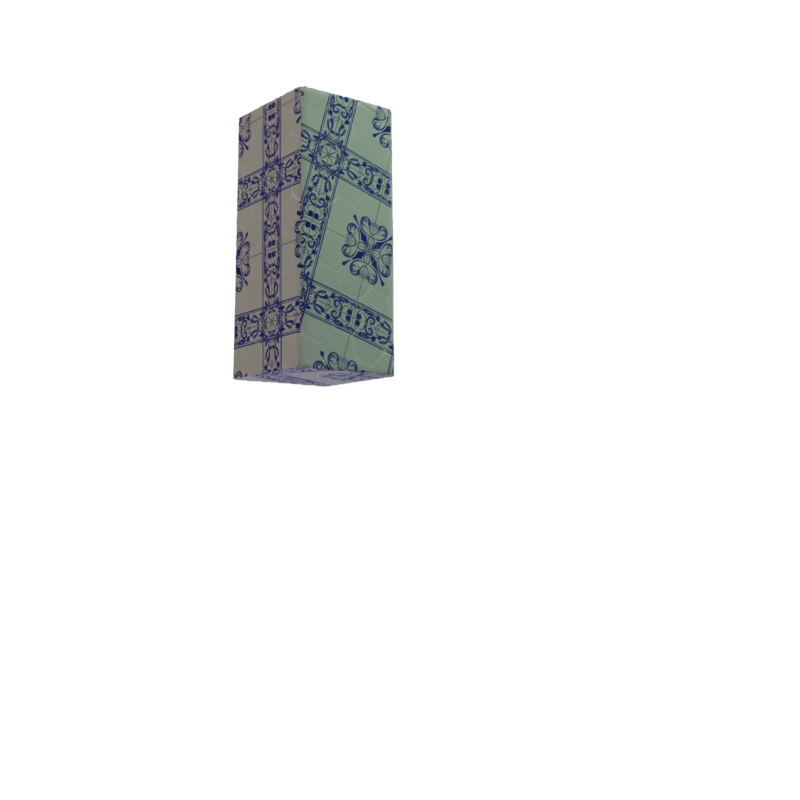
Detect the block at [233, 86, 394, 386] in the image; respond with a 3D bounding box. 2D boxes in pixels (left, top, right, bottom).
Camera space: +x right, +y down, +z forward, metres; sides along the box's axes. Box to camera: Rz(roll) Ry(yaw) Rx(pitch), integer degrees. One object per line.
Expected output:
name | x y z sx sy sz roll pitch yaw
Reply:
block | -0.065 -0.120 0.840 0.086 0.213 0.092 9 -15 -37
